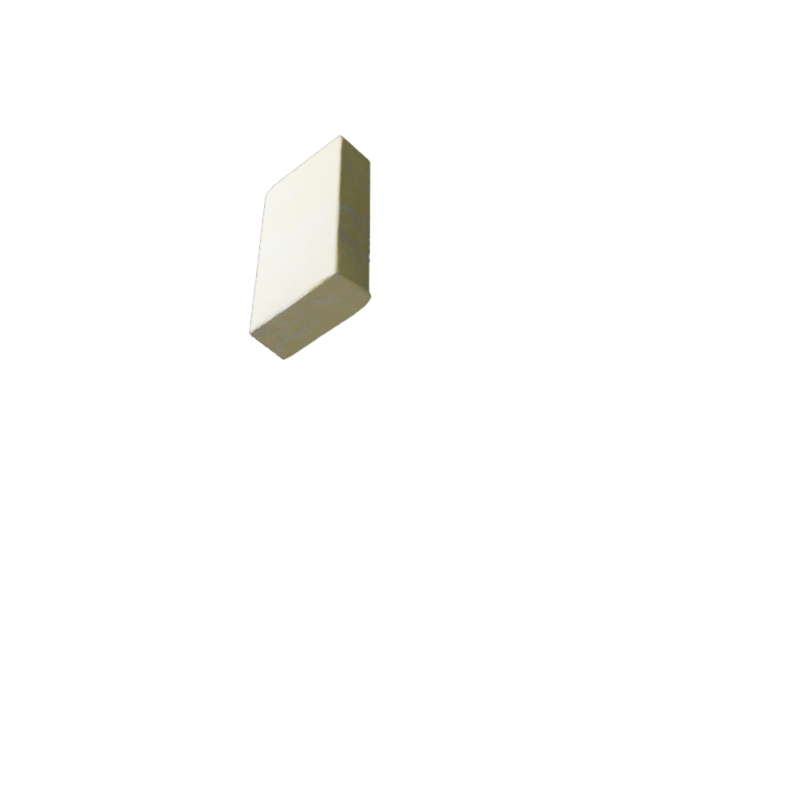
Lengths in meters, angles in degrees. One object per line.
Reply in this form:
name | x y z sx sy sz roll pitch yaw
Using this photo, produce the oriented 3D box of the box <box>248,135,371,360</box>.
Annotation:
box | -0.069 -0.125 0.876 0.093 0.189 0.045 -33 -52 26
